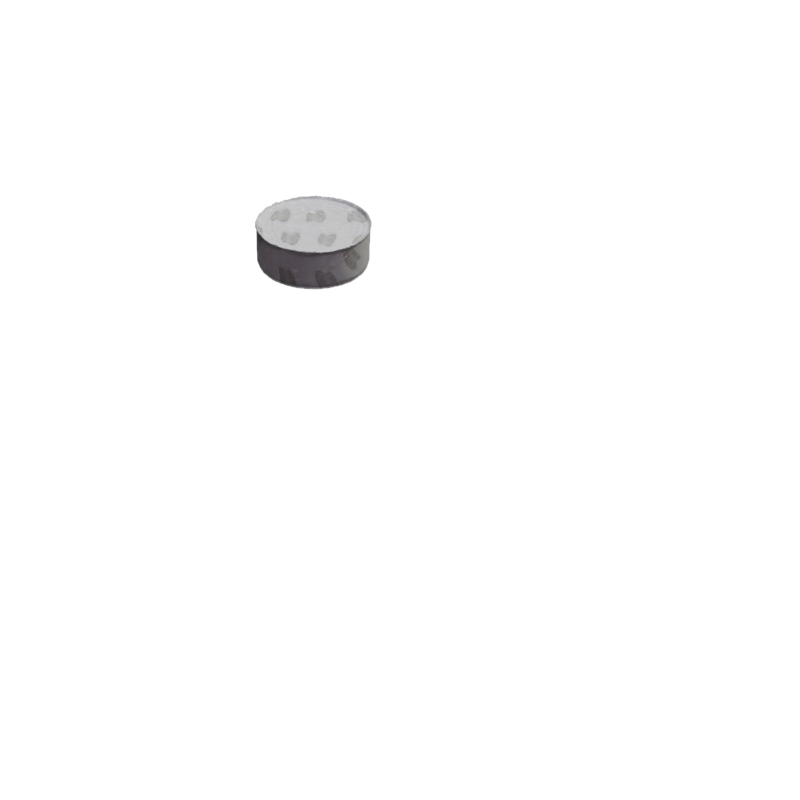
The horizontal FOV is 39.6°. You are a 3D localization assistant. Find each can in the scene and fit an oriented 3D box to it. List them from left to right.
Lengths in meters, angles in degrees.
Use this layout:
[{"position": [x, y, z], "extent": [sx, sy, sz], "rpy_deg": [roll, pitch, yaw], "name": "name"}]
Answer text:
[{"position": [-0.065, -0.118, 0.824], "extent": [0.086, 0.031, 0.092], "rpy_deg": [-1, 35, -2], "name": "can"}]
